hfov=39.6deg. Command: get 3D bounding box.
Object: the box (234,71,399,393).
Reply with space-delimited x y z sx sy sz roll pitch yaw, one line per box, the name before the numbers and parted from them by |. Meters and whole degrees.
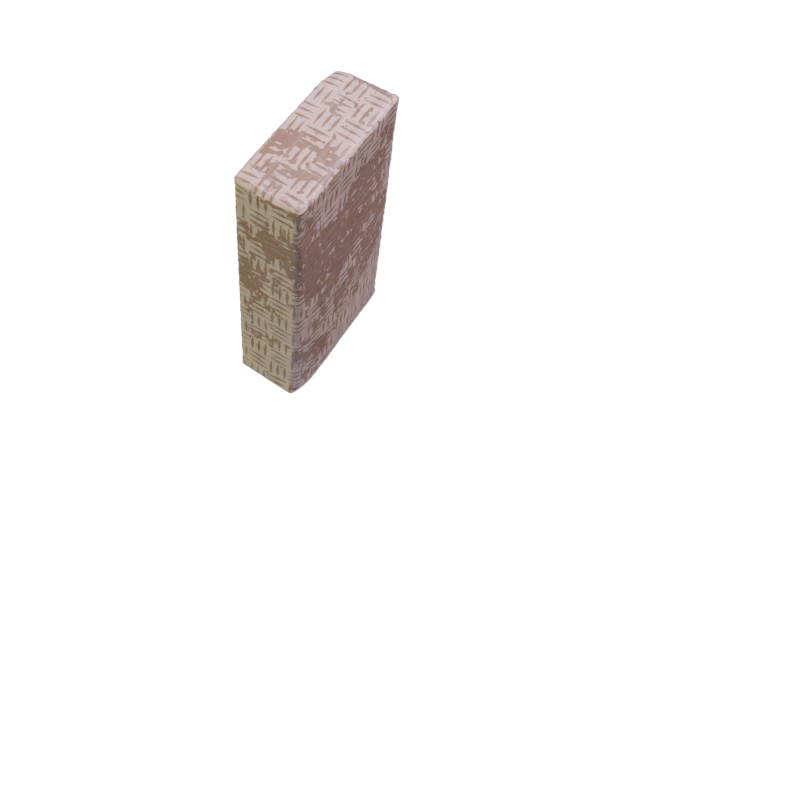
box | -0.048 -0.087 0.605 0.050 0.096 0.165 28 -30 13
